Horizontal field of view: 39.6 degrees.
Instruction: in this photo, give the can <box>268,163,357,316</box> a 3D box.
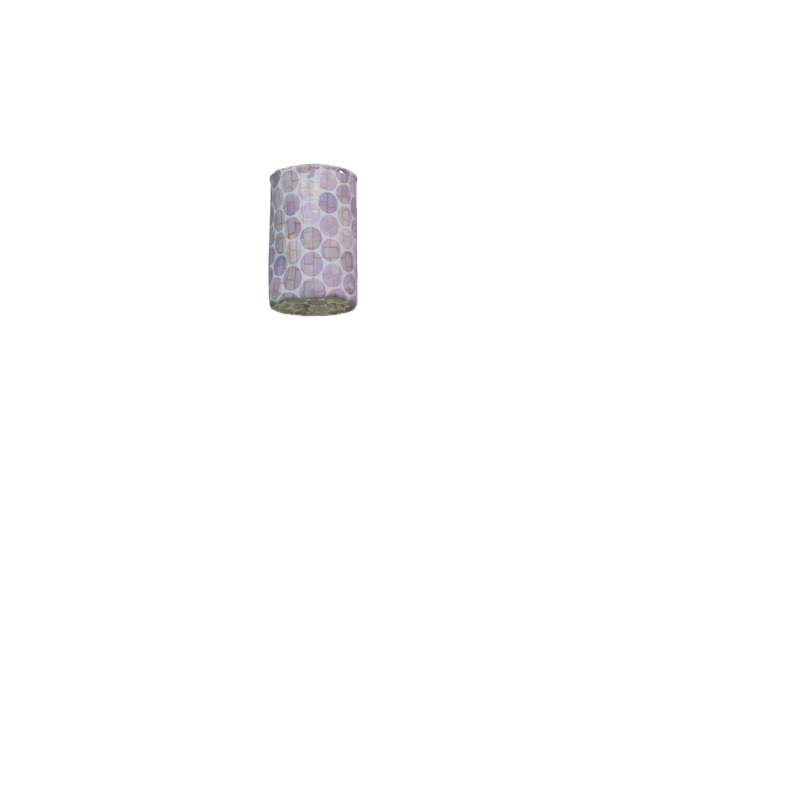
[{"bbox_3d":[-0.066,-0.120,0.839,0.068,0.106,0.066,0,-13,-2],"label":"can"}]
